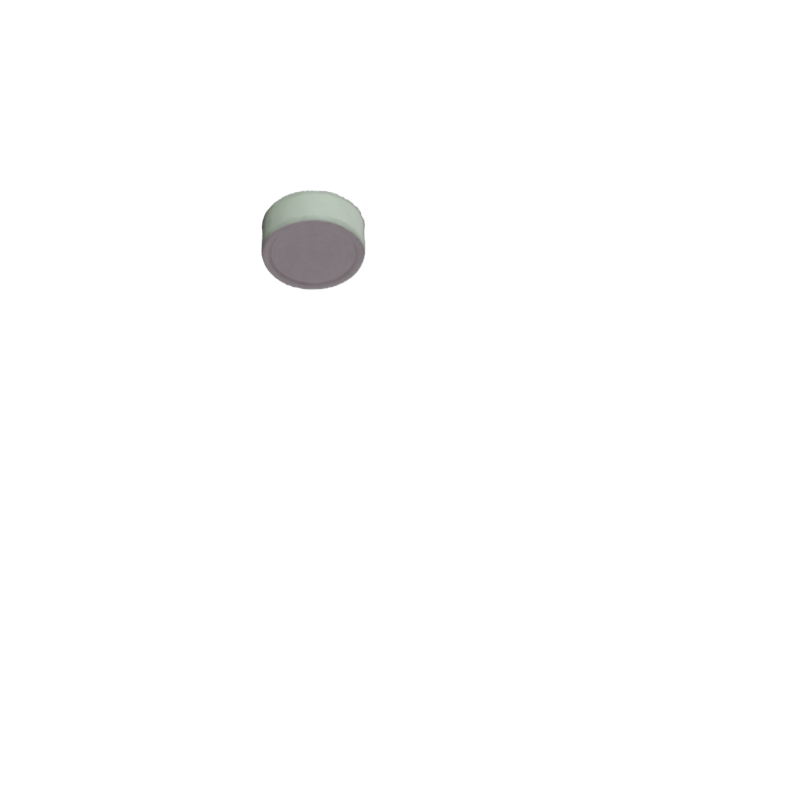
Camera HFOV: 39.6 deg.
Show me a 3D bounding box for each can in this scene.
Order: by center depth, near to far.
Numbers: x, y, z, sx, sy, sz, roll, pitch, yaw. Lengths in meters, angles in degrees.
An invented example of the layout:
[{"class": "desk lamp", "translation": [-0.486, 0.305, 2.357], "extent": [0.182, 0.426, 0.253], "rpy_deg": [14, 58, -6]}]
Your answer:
[{"class": "can", "translation": [-0.071, -0.130, 0.908], "extent": [0.086, 0.036, 0.080], "rpy_deg": [1, -40, -2]}]
